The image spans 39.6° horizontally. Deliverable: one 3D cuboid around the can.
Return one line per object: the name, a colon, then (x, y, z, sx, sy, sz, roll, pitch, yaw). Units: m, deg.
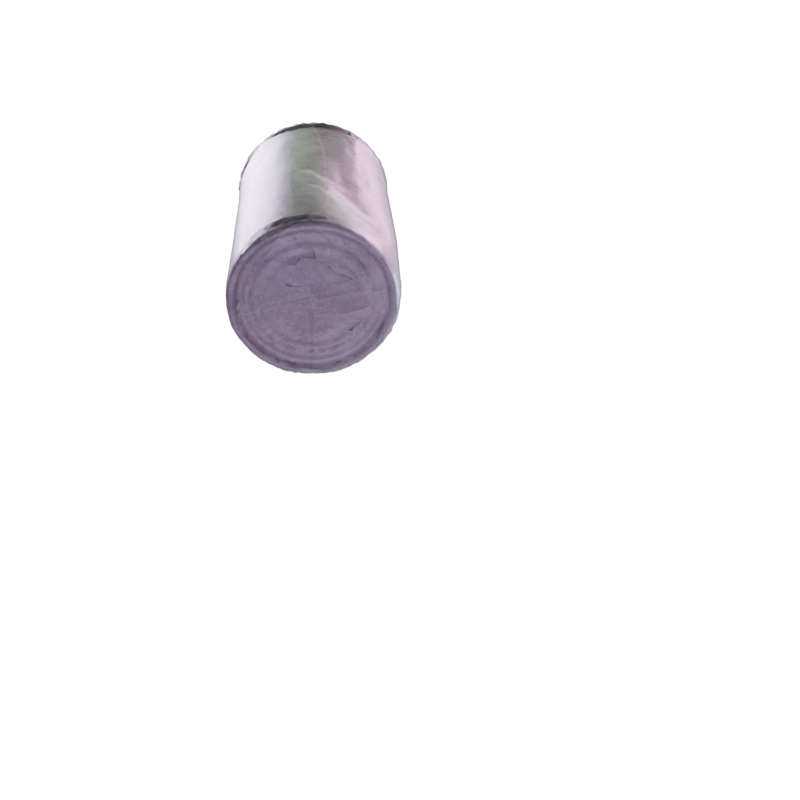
can: (-0.036, -0.066, 0.461, 0.068, 0.064, 0.109, -1, 32, -3)
